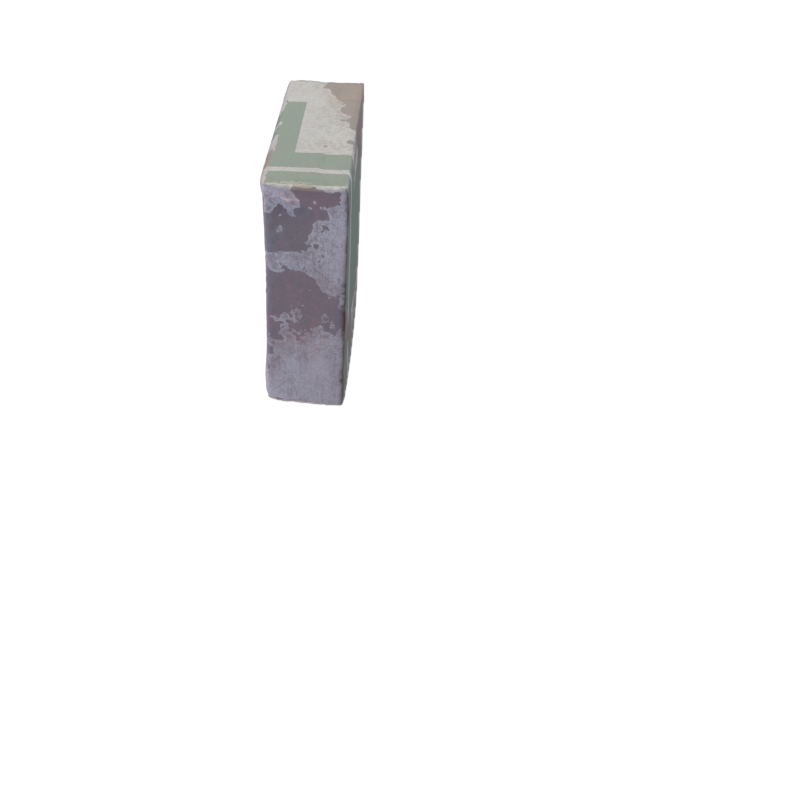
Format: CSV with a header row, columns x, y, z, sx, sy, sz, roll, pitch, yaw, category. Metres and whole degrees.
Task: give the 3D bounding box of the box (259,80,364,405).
x,y,z,sx,sy,sz,roll,pitch,yaw,category
-0.071,-0.129,0.906,0.072,0.200,0.175,4,39,0,box
